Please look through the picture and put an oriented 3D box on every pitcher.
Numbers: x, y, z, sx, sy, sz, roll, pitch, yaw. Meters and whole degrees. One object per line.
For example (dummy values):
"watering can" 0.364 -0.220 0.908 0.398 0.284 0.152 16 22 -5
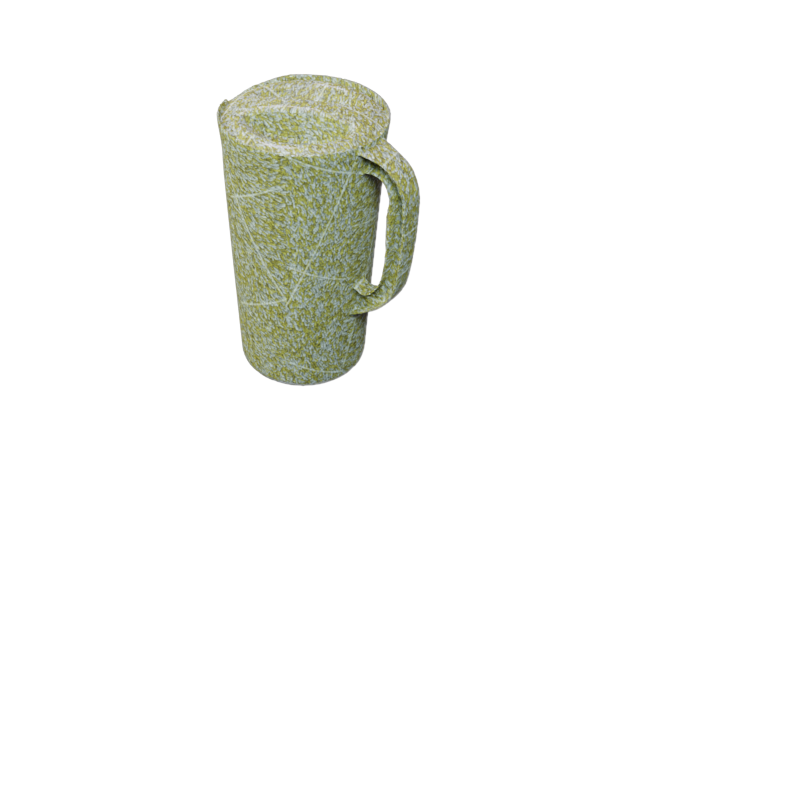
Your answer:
"pitcher" -0.071 -0.129 0.902 0.144 0.227 0.161 -3 38 -8
